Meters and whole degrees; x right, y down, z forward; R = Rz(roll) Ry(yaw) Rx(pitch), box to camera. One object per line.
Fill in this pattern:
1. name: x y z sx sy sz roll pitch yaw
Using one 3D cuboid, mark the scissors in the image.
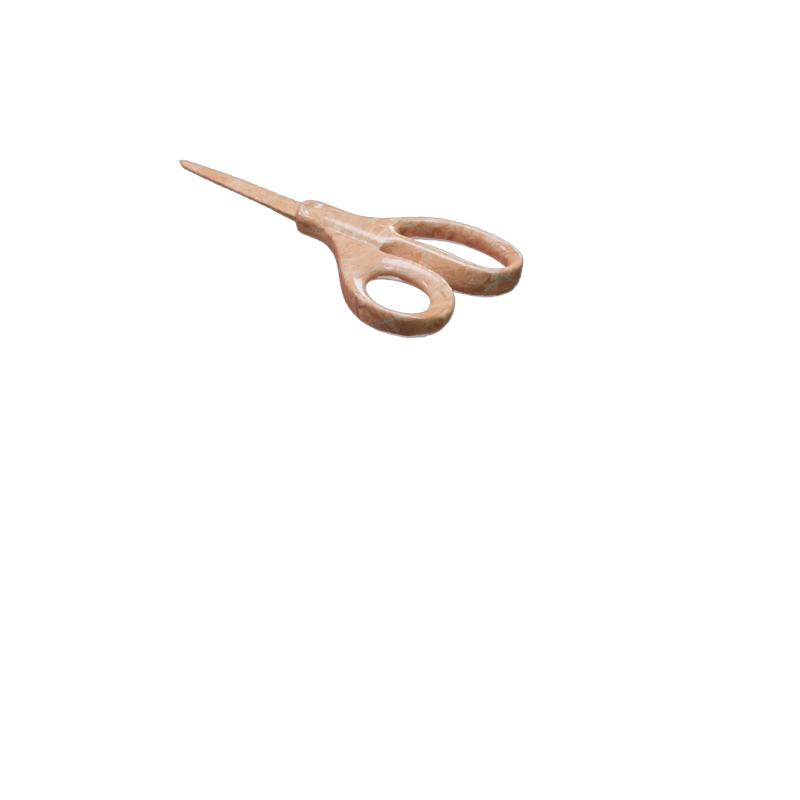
1. scissors: -0.043 -0.078 0.545 0.209 0.015 0.099 15 40 19
